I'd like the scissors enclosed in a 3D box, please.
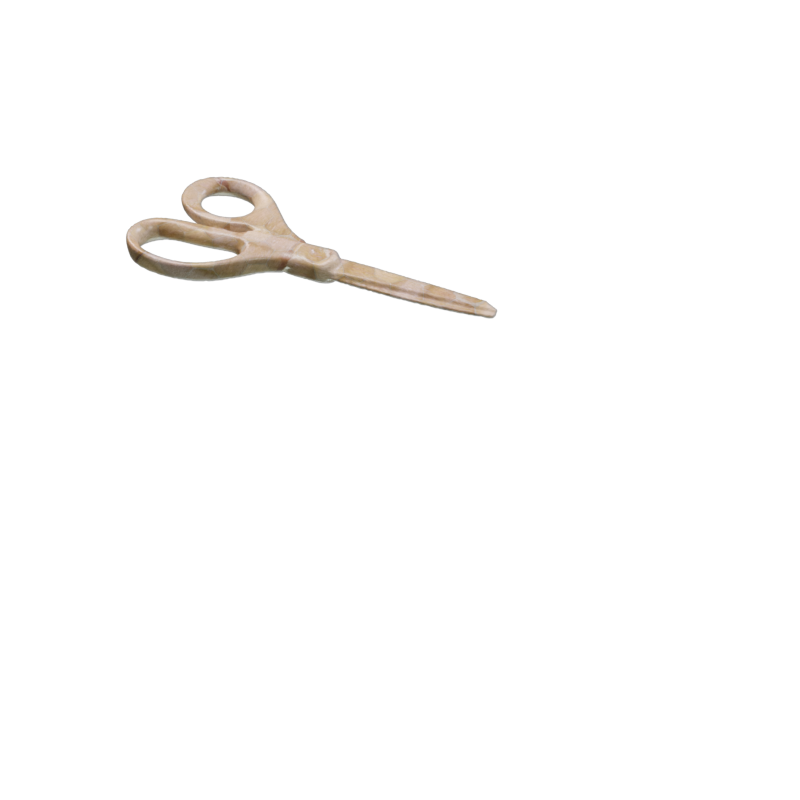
[{"bbox_3d":[-0.048,-0.087,0.607,0.204,0.015,0.102,6,42,7],"label":"scissors"}]
